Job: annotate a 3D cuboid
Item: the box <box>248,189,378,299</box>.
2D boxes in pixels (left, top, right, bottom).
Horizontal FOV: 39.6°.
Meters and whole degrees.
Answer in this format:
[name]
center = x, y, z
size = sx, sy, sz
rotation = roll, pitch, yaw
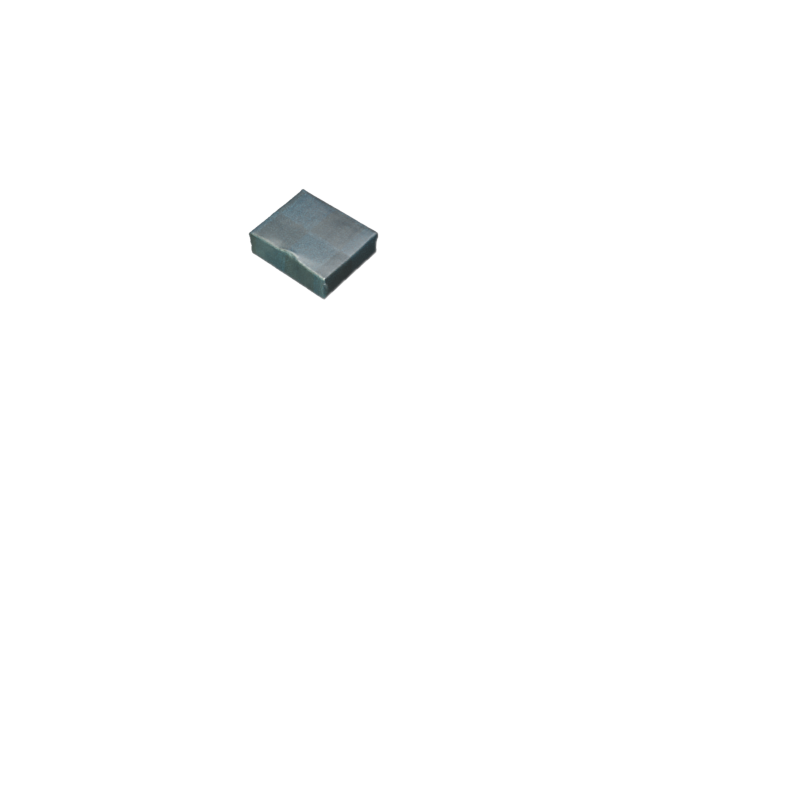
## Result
[box]
center = -0.076, -0.139, 0.973
size = 0.094, 0.028, 0.074
rotation = 33, 58, 24
